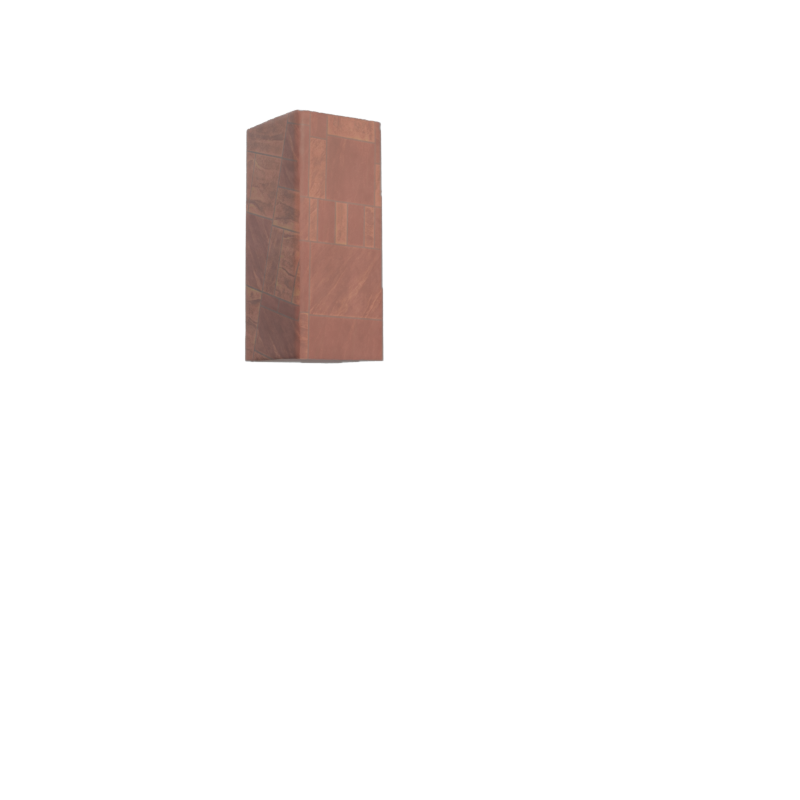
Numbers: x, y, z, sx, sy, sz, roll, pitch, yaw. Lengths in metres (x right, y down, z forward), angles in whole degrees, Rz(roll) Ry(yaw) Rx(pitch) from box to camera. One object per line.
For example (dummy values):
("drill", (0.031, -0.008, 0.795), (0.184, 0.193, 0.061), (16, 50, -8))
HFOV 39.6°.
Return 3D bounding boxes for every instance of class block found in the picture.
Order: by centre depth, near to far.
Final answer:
("block", (-0.075, -0.137, 0.959), (0.087, 0.210, 0.092), (4, -8, -35))
